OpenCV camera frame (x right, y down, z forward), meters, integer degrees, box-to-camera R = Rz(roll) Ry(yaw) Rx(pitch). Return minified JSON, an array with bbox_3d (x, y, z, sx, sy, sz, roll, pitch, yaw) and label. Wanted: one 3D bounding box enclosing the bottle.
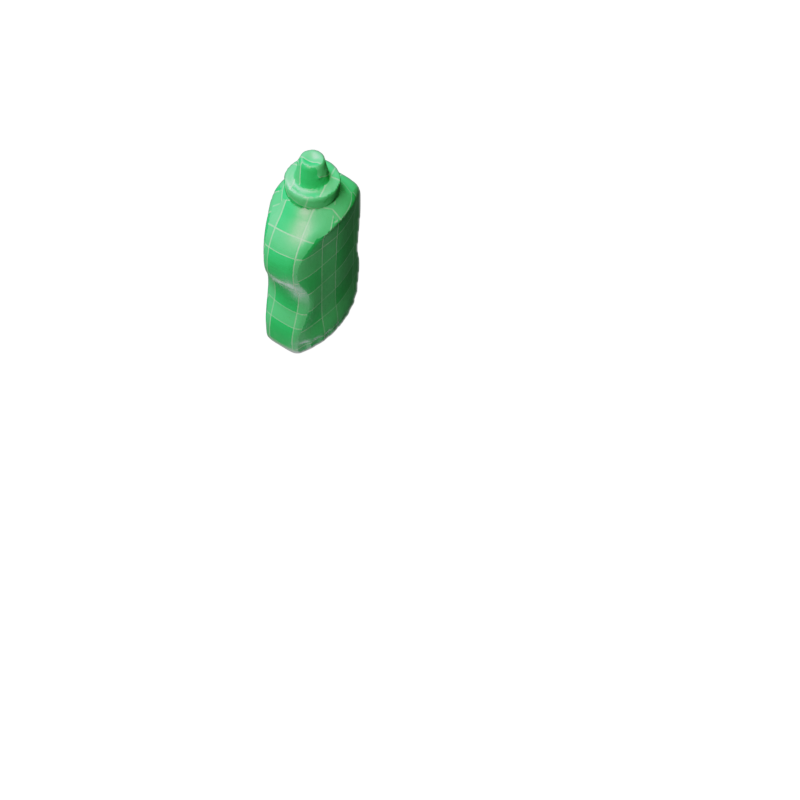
[{"bbox_3d":[-0.067,-0.123,0.857,0.061,0.098,0.179,31,-29,15],"label":"bottle"}]
